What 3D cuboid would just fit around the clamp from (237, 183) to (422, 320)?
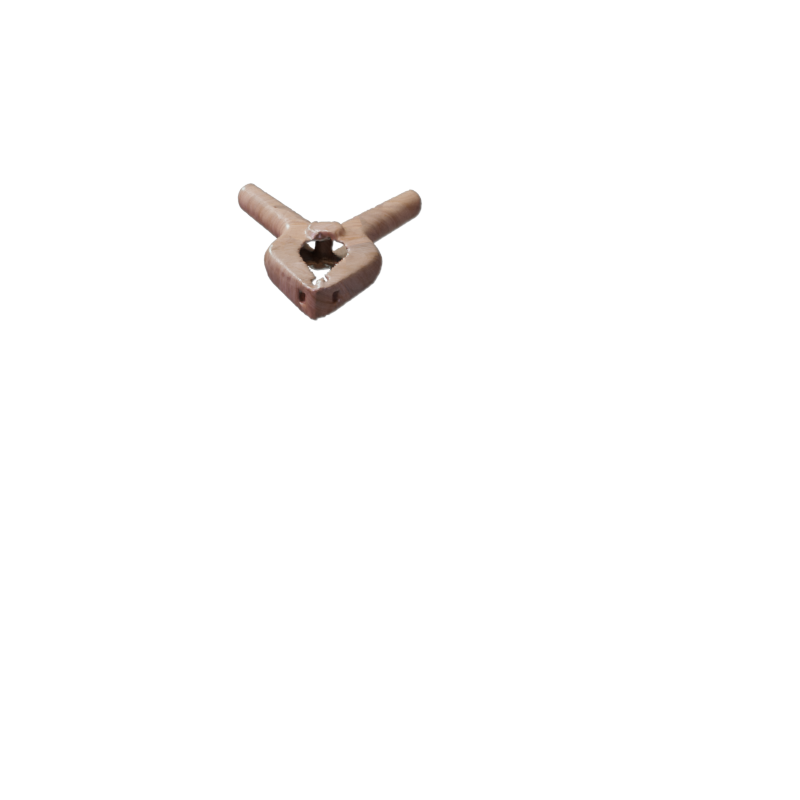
[{"bbox_3d":[-0.072,-0.132,0.924,0.166,0.034,0.221,4,33,6],"label":"clamp"}]
